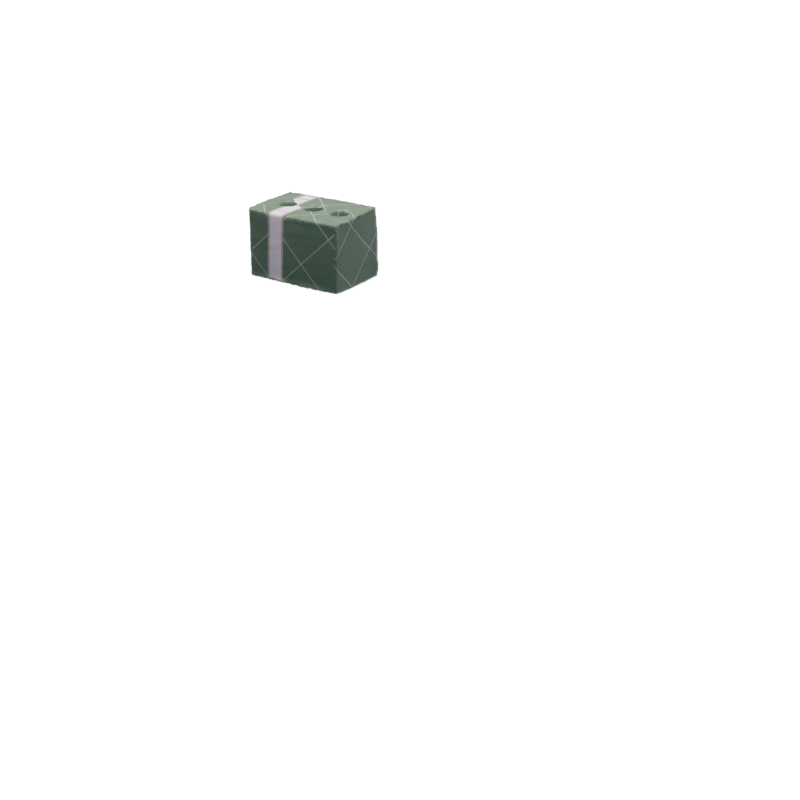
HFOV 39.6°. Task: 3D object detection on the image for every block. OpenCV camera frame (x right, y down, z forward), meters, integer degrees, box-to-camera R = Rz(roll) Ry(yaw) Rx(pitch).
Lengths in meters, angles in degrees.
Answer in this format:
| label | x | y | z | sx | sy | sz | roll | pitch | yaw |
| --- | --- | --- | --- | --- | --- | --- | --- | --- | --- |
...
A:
| label | x | y | z | sx | sy | sz | roll | pitch | yaw |
| --- | --- | --- | --- | --- | --- | --- | --- | --- | --- |
| block | -0.062 | -0.112 | 0.787 | 0.082 | 0.049 | 0.053 | 14 | 25 | 30 |
